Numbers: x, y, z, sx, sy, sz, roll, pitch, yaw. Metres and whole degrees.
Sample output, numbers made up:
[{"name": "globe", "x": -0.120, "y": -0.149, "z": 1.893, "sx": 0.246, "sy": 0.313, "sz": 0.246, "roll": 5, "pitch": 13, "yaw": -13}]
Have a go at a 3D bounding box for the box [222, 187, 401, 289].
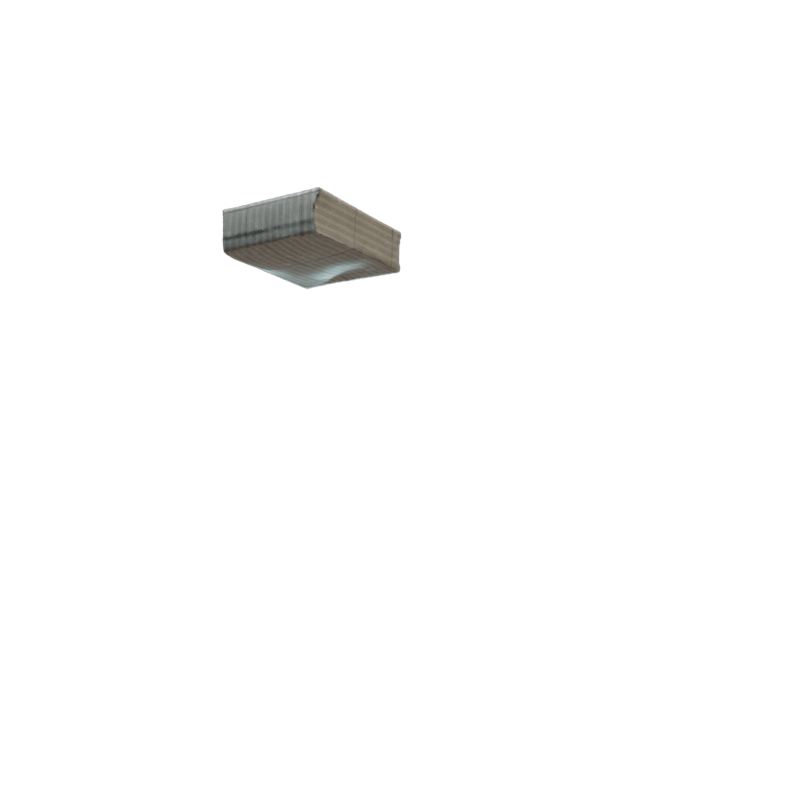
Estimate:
[{"name": "box", "x": -0.065, "y": -0.119, "z": 0.833, "sx": 0.092, "sy": 0.040, "sz": 0.107, "roll": -8, "pitch": -14, "yaw": 33}]
